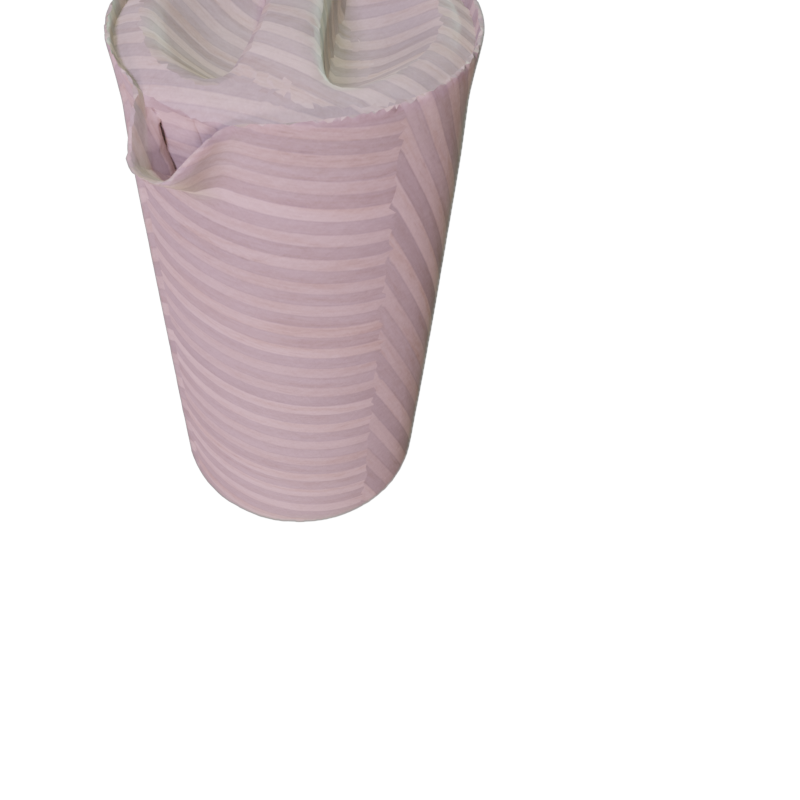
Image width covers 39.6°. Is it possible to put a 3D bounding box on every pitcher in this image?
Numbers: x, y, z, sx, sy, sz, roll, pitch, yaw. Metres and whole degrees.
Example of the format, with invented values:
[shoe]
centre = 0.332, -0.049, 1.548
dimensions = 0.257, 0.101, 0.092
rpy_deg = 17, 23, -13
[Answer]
[pitcher]
centre = -0.037, -0.067, 0.471
dimensions = 0.148, 0.157, 0.226
rpy_deg = -9, -43, -11
